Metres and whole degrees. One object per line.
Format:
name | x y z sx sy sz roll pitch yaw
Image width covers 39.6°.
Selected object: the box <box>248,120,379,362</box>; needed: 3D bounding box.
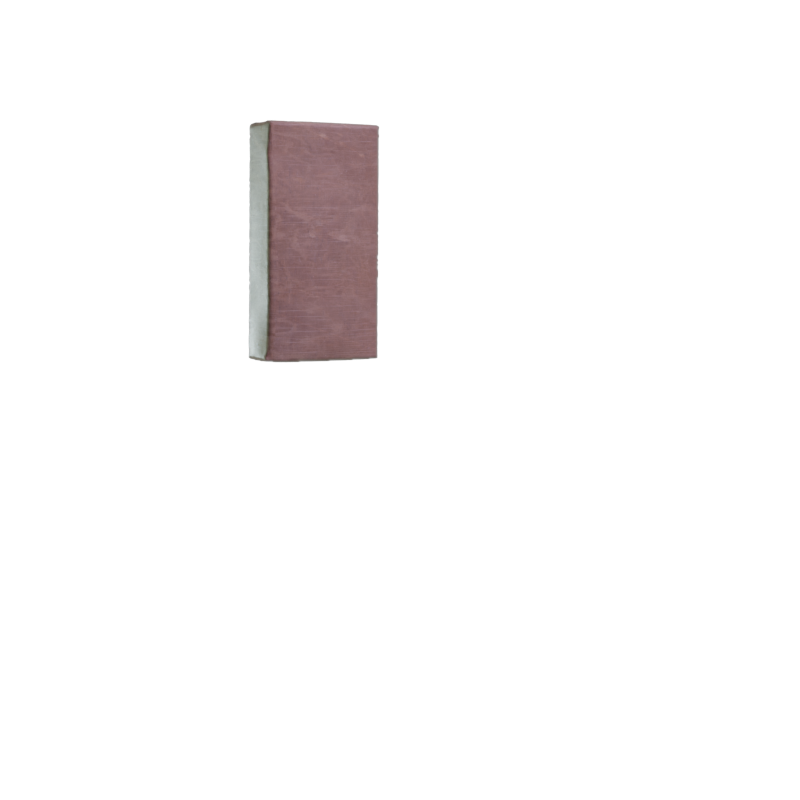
box | -0.065 -0.118 0.828 0.090 0.176 0.049 -1 0 -28
